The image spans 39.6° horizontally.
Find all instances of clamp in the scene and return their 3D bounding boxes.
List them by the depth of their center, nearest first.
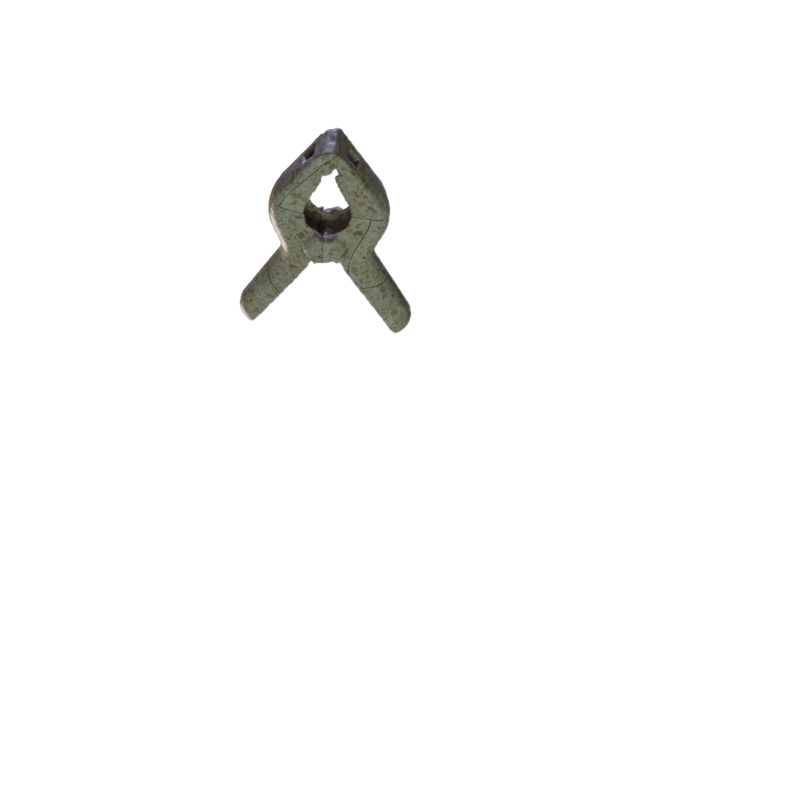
[{"bbox_3d":[-0.058,-0.106,0.742,0.121,0.159,0.042,-4,44,4],"label":"clamp"}]
